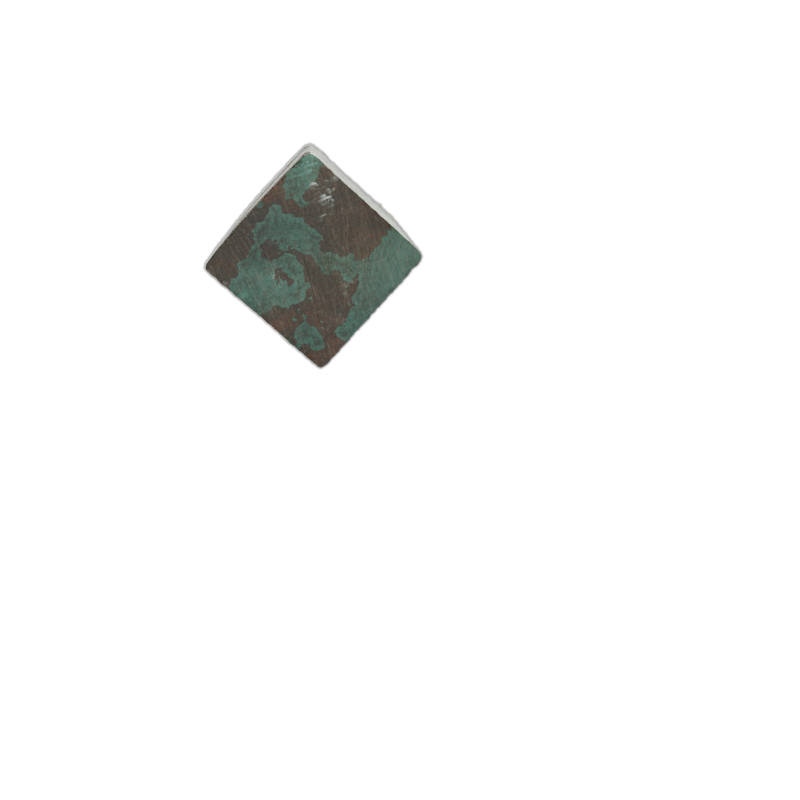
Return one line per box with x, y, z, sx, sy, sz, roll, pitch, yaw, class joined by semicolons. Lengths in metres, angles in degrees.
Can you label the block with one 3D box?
-0.056;-0.103;0.717;0.089;0.090;0.212;42;7;-11;block
